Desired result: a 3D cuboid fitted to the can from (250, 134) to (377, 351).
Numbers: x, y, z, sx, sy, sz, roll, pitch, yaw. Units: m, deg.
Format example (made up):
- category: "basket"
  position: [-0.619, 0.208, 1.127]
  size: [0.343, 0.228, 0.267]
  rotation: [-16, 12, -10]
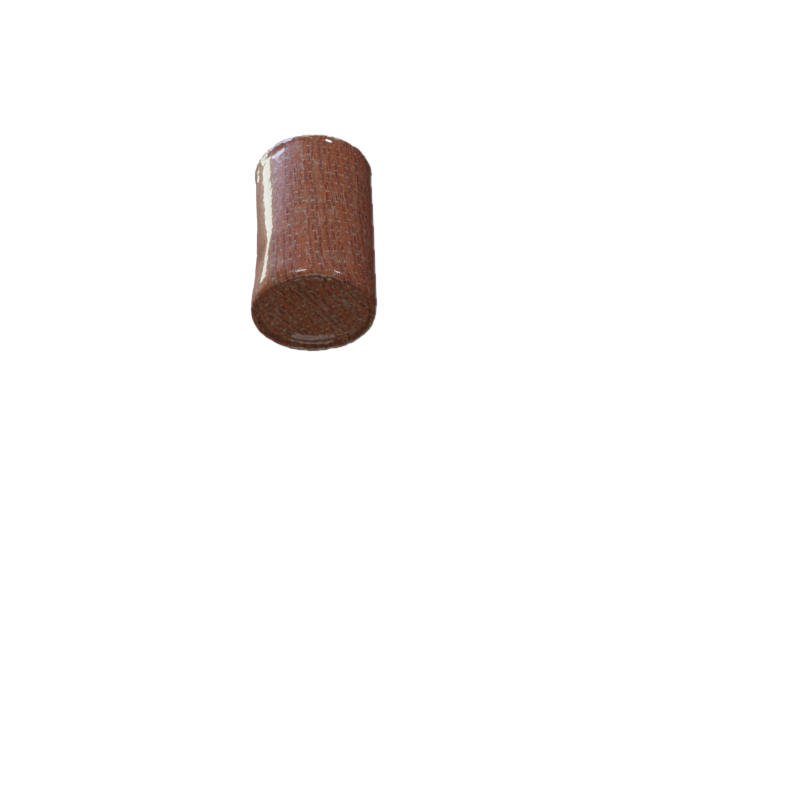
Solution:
- category: "can"
  position: [-0.048, -0.087, 0.609]
  size: [0.068, 0.110, 0.064]
  rotation: [-1, -38, -3]
